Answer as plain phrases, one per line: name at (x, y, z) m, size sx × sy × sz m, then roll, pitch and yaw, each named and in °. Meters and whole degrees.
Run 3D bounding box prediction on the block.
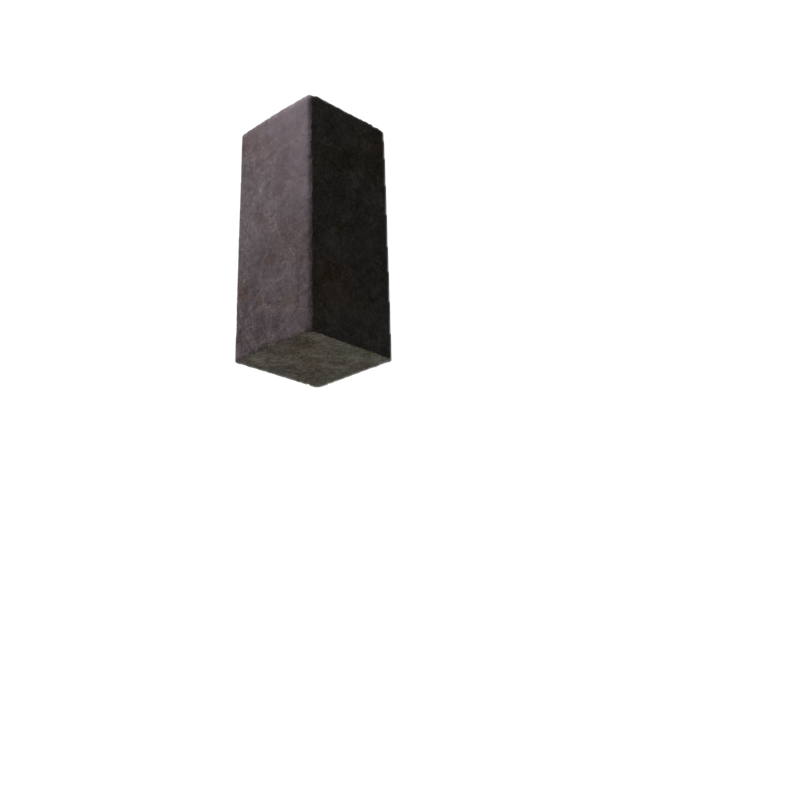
block at (-0.070, -0.129, 0.899) m, size 0.091 × 0.218 × 0.085 m, roll -24°, pitch -33°, yaw 39°
